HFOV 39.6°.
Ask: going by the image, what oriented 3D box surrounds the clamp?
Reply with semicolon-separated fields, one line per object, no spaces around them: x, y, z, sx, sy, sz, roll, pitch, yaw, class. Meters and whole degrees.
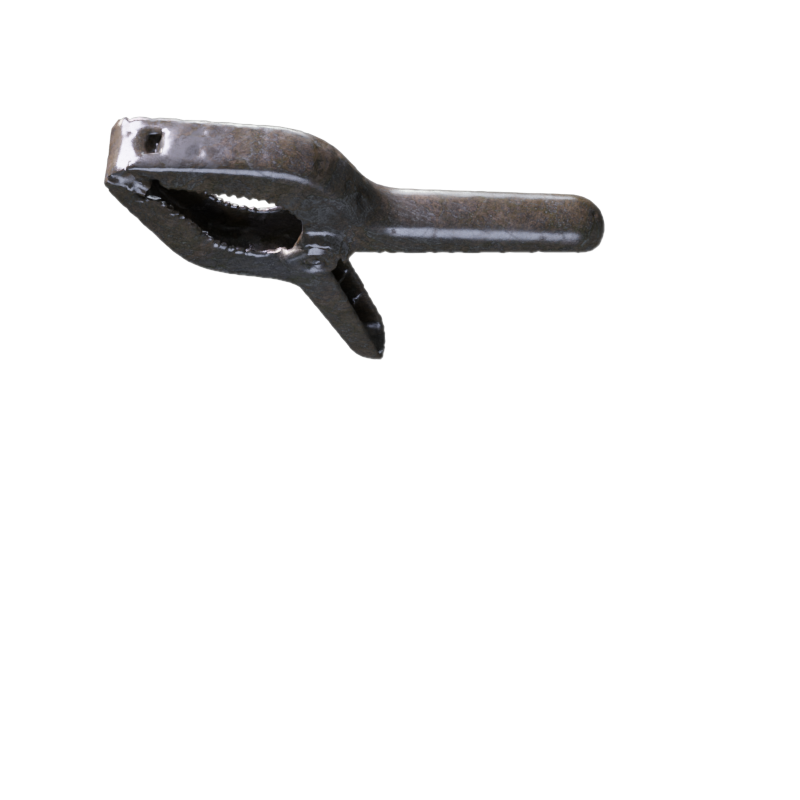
-0.039;-0.072;0.501;0.201;0.039;0.162;14;-28;-28;clamp
